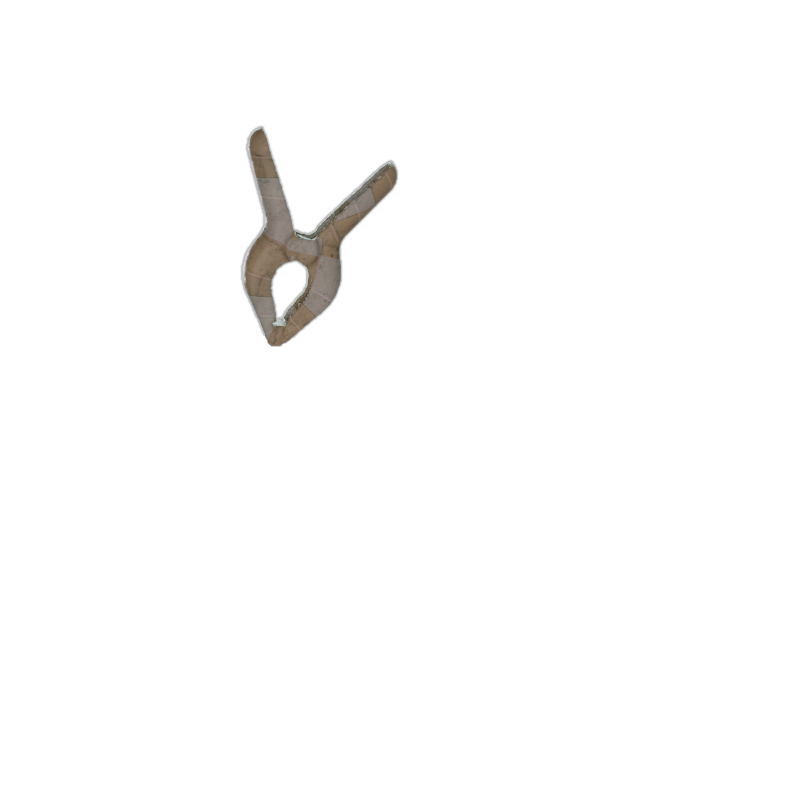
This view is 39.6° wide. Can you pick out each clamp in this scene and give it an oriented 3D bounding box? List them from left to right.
[{"bbox_3d":[-0.069,-0.126,0.881,0.120,0.167,0.040,7,12,-2],"label":"clamp"}]
